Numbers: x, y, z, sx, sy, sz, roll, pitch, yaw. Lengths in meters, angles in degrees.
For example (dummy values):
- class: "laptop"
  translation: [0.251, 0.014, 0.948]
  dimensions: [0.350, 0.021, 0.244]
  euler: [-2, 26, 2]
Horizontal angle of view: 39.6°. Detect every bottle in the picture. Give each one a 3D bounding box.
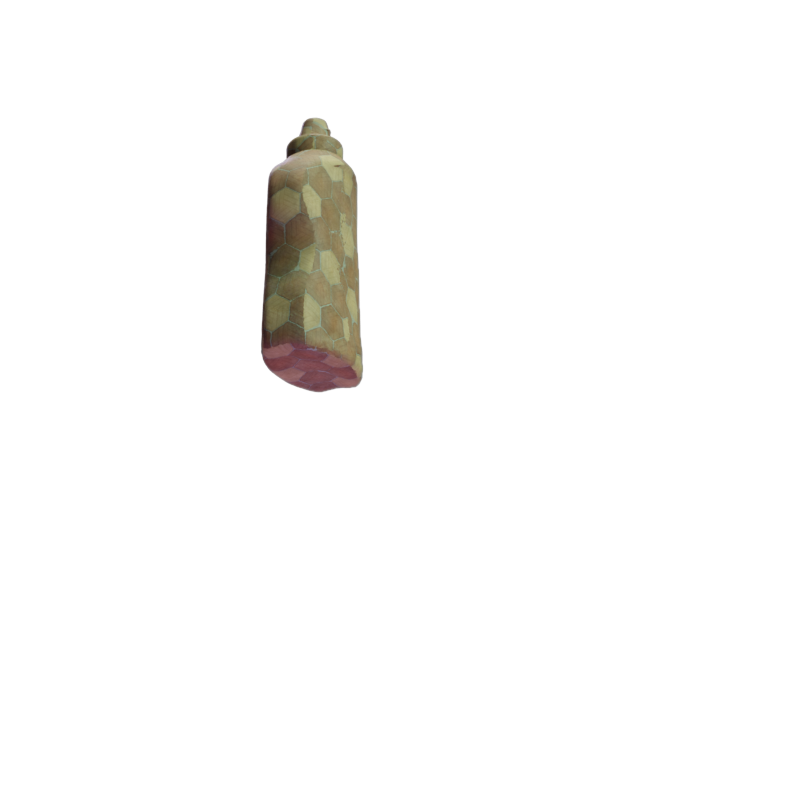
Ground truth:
- class: "bottle"
  translation: [-0.059, -0.109, 0.765]
  dimensions: [0.059, 0.202, 0.089]
  euler: [-12, -26, 20]
